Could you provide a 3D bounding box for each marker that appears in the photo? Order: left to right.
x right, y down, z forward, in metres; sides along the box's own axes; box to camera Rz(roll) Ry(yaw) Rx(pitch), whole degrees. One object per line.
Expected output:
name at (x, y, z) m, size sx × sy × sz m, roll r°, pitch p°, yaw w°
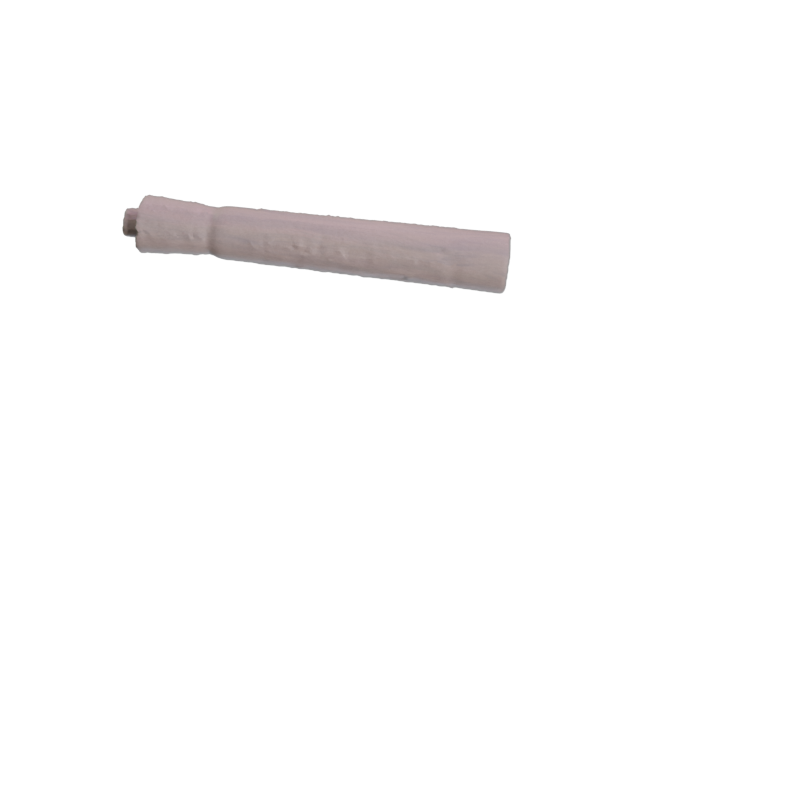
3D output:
marker at (-0.027, -0.050, 0.347) m, size 0.122 × 0.020 × 0.020 m, roll 7°, pitch 5°, yaw 6°
